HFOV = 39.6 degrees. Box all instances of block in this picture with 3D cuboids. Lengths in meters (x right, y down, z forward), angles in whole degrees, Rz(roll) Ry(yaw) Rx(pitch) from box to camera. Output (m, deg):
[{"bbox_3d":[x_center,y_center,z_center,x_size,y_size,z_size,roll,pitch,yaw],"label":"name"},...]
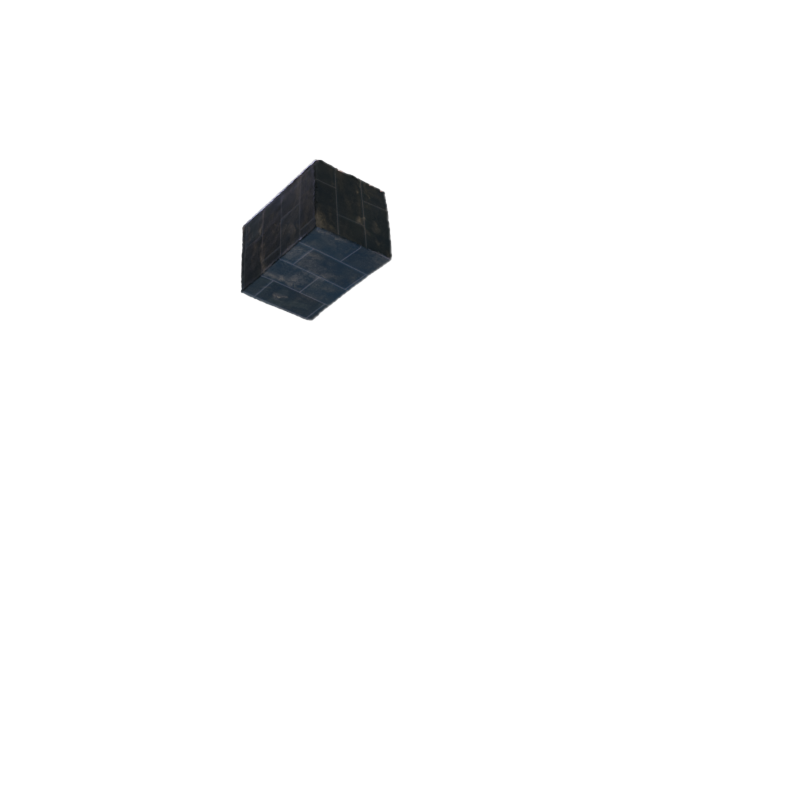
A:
[{"bbox_3d":[-0.050,-0.091,0.637,0.050,0.055,0.077,24,-40,-33],"label":"block"}]
